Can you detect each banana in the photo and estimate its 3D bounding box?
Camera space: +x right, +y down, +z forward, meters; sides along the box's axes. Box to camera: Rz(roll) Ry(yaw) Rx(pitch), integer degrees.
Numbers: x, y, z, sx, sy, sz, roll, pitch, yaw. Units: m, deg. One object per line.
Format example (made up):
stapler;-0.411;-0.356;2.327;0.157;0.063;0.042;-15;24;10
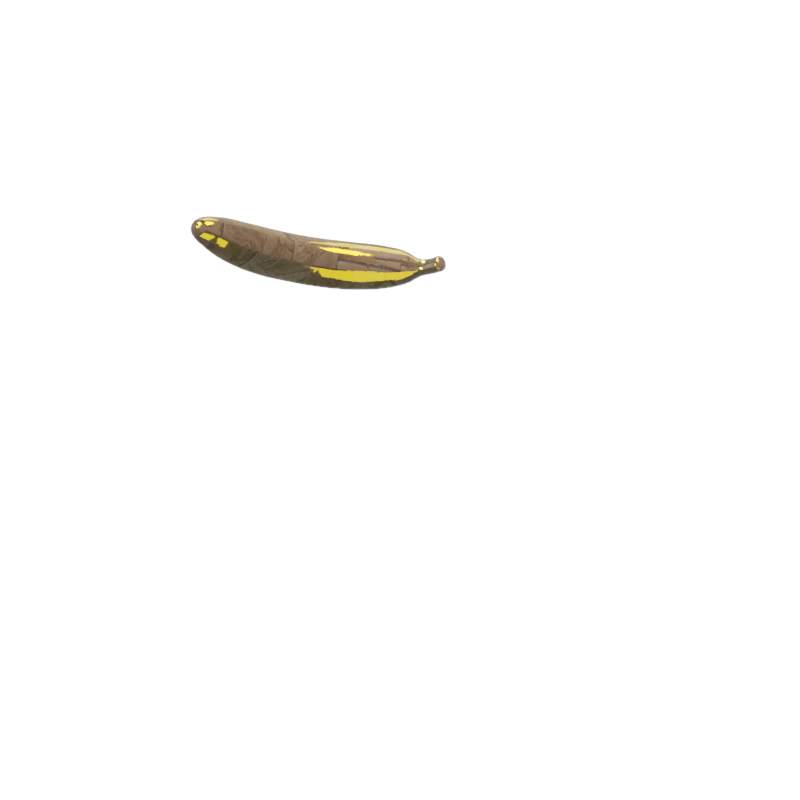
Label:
banana;-0.069;-0.115;0.864;0.193;0.039;0.067;5;-23;-14
